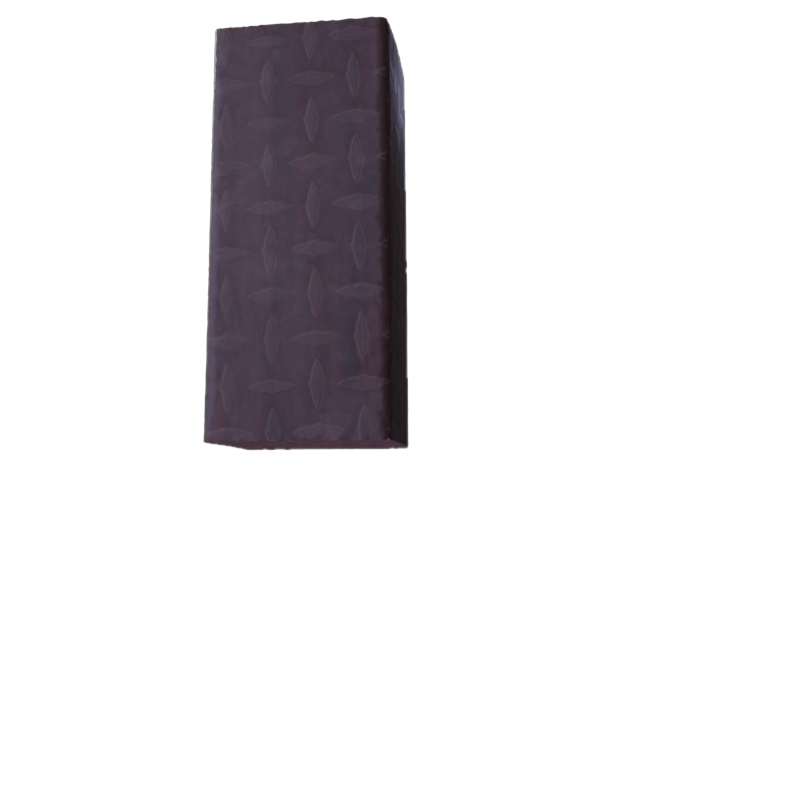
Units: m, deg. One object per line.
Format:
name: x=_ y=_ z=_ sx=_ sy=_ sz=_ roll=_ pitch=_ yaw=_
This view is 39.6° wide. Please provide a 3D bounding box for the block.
block: x=-0.044 y=-0.081 z=0.570 sx=0.092 sy=0.212 sz=0.087 roll=-2 pitch=-12 yaw=8
